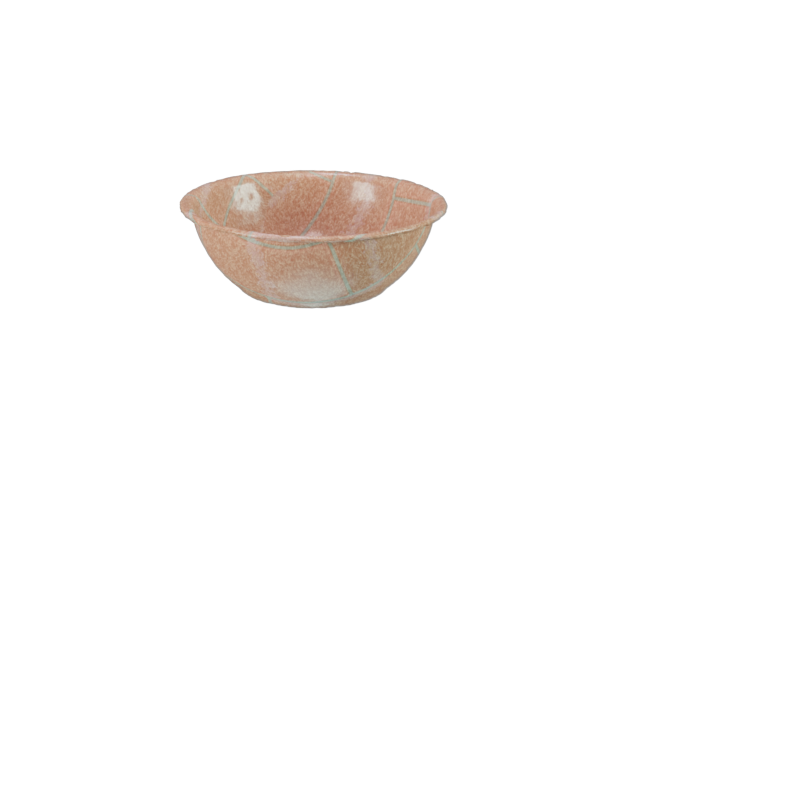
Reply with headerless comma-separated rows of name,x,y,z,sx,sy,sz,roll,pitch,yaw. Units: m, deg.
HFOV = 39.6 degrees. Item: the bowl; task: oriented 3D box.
bowl,-0.053,-0.097,0.677,0.162,0.053,0.170,-1,23,-2
